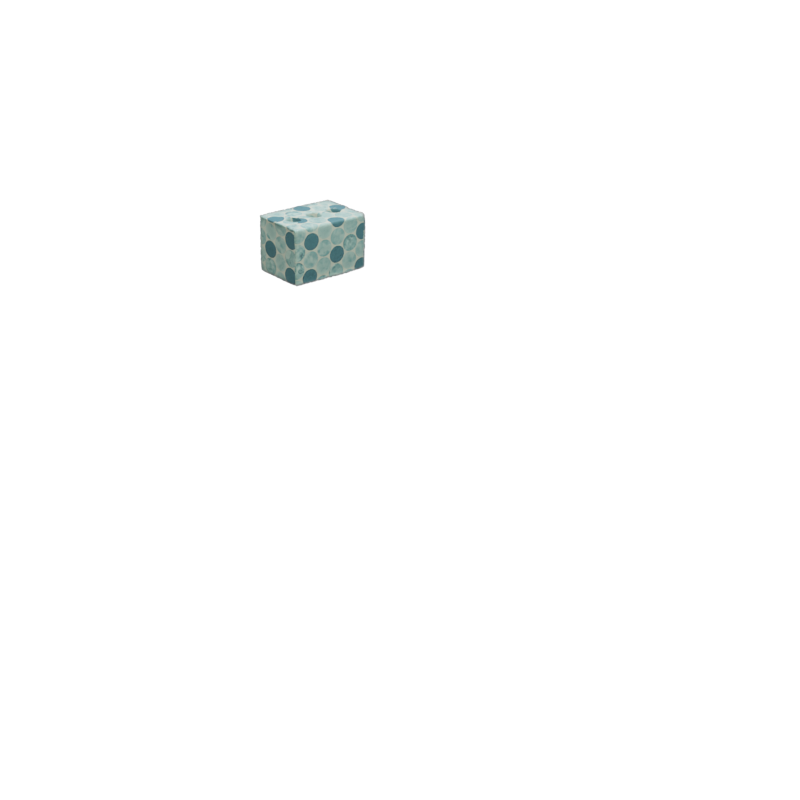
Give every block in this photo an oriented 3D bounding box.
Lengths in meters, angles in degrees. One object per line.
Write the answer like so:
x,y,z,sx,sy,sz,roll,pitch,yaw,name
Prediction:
-0.075,-0.137,0.958,0.077,0.049,0.056,-19,30,-37,block
